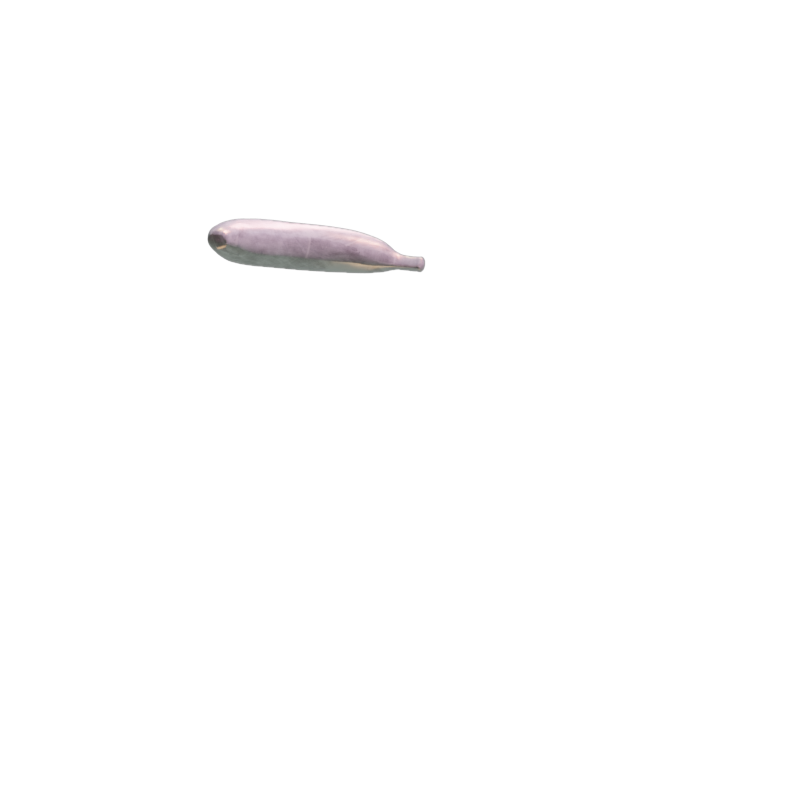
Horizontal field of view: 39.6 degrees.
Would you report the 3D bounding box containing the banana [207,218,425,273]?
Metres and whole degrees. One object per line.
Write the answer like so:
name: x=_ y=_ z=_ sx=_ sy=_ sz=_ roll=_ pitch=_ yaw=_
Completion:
banana: x=-0.075 y=-0.120 z=0.853 sx=0.190 sy=0.037 sz=0.072 roll=-1 pitch=0 yaw=-38
